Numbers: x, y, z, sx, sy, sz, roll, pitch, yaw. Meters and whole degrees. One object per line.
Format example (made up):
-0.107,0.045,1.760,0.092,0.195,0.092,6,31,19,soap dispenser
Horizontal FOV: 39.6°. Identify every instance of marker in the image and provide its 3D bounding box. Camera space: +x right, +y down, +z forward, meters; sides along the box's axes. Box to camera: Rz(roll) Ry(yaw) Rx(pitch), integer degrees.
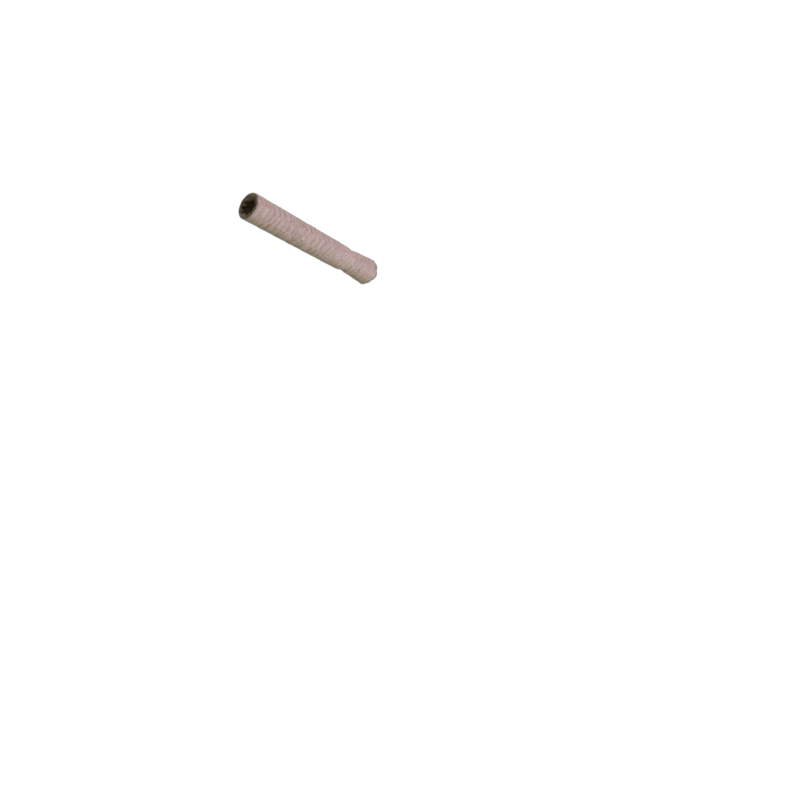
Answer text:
-0.058,-0.106,0.742,0.113,0.020,0.021,25,-14,-41,marker
